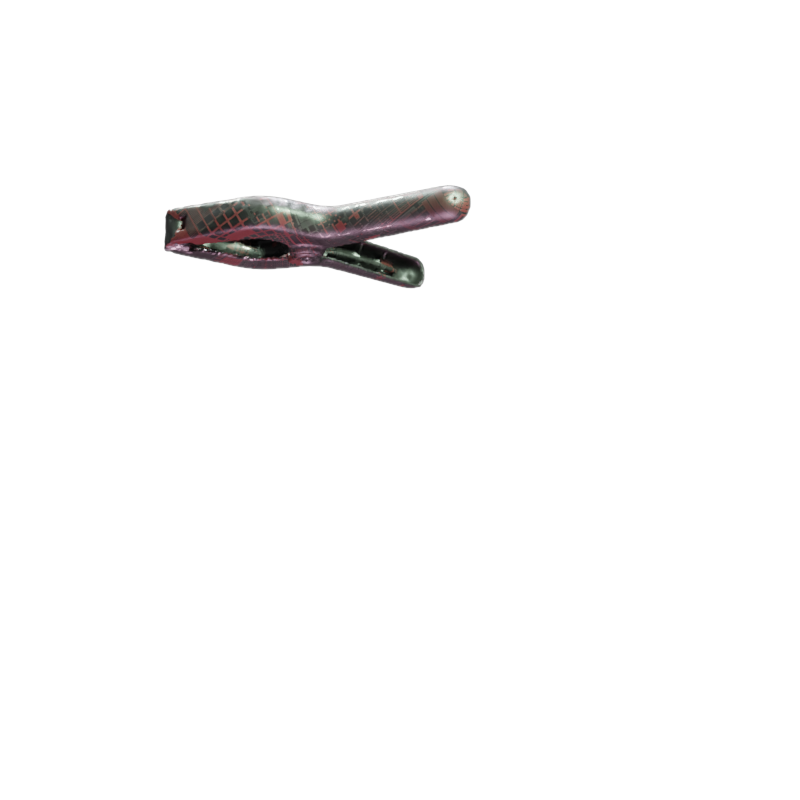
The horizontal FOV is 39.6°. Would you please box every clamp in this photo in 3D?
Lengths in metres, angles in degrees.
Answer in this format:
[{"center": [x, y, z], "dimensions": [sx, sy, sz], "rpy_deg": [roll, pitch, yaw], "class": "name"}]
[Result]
[{"center": [-0.063, -0.115, 0.804], "dimensions": [0.210, 0.038, 0.158], "rpy_deg": [0, -14, -1], "class": "clamp"}]
